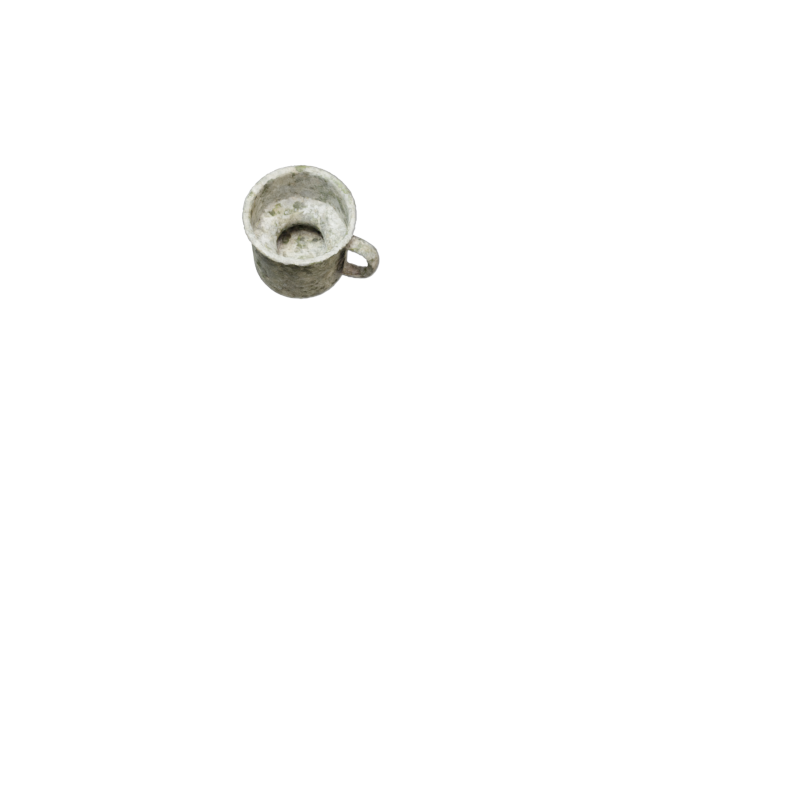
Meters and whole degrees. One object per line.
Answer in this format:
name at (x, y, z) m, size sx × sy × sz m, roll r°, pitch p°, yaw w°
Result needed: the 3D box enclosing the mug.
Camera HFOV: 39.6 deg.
mug at (-0.073, -0.133, 0.928) m, size 0.119 × 0.097 × 0.077 m, roll 19°, pitch -24°, yaw 7°
